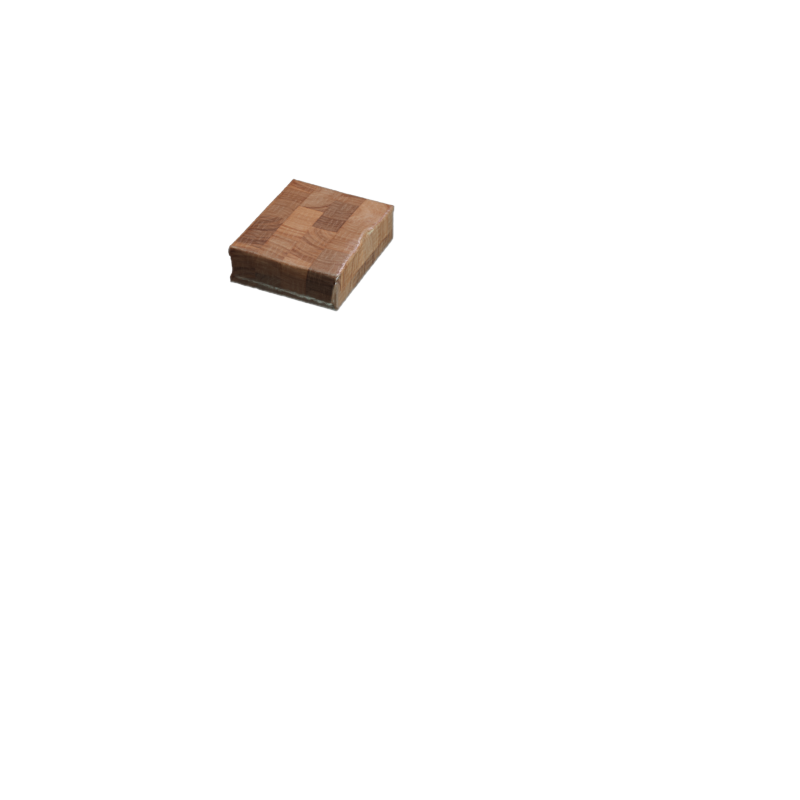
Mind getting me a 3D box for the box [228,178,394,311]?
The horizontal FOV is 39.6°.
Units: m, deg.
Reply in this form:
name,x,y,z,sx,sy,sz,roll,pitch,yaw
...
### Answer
name,x,y,z,sx,sy,sz,roll,pitch,yaw
box,-0.054,-0.098,0.686,0.076,0.028,0.092,16,42,18
